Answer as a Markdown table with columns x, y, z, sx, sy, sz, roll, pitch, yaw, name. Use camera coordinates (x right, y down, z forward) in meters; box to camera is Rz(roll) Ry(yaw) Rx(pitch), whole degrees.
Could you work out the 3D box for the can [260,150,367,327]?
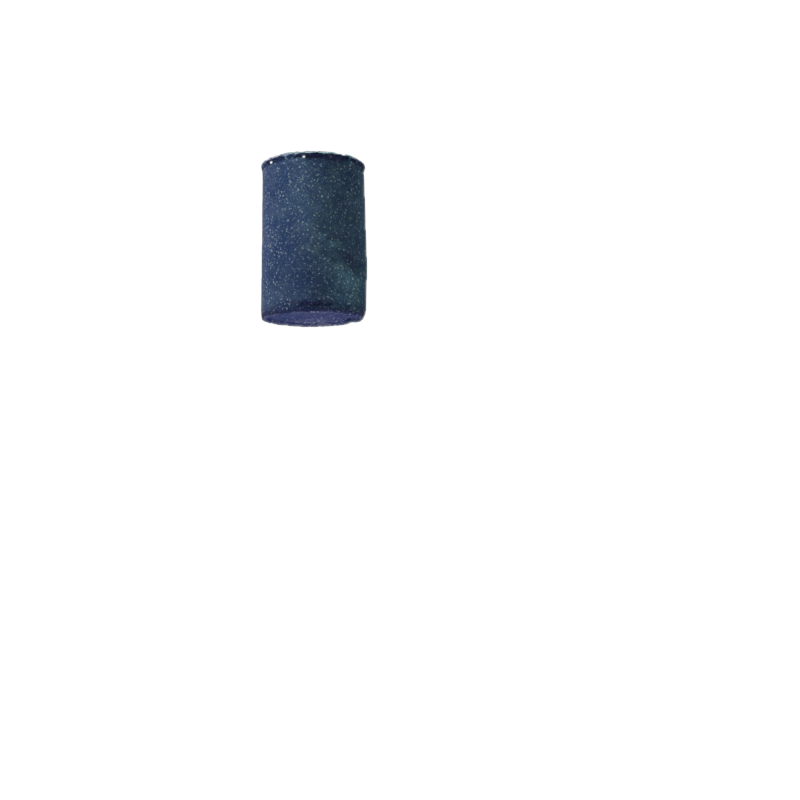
| x | y | z | sx | sy | sz | roll | pitch | yaw | name |
| --- | --- | --- | --- | --- | --- | --- | --- | --- | --- |
| -0.056 | -0.102 | 0.714 | 0.068 | 0.105 | 0.067 | 0 | -10 | -2 | can |
